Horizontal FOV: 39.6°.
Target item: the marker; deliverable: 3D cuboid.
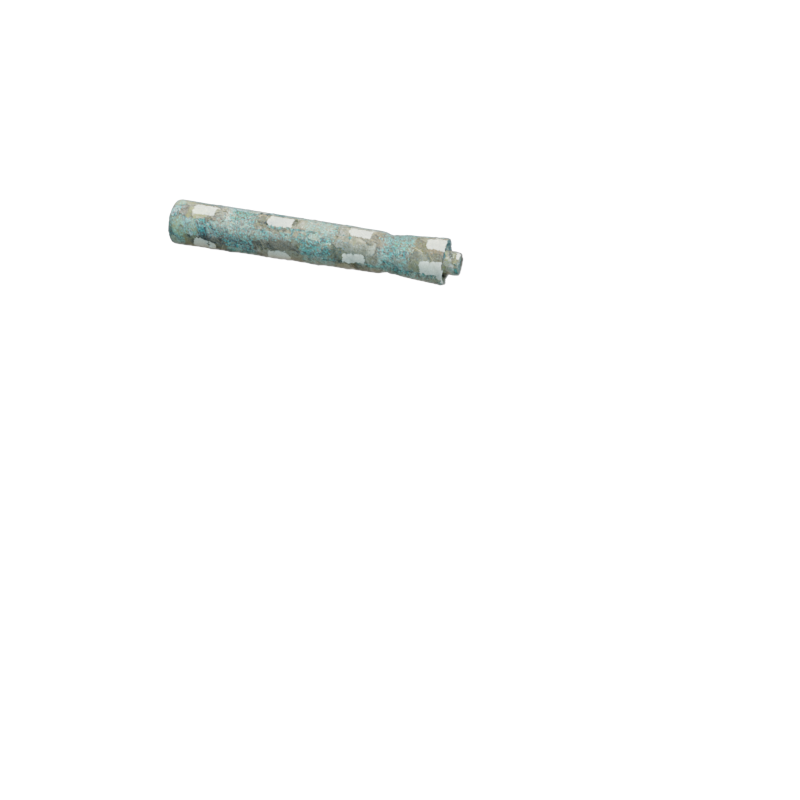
[{"bbox_3d":[-0.035,-0.064,0.448,0.124,0.020,0.019,11,7,16],"label":"marker"}]
